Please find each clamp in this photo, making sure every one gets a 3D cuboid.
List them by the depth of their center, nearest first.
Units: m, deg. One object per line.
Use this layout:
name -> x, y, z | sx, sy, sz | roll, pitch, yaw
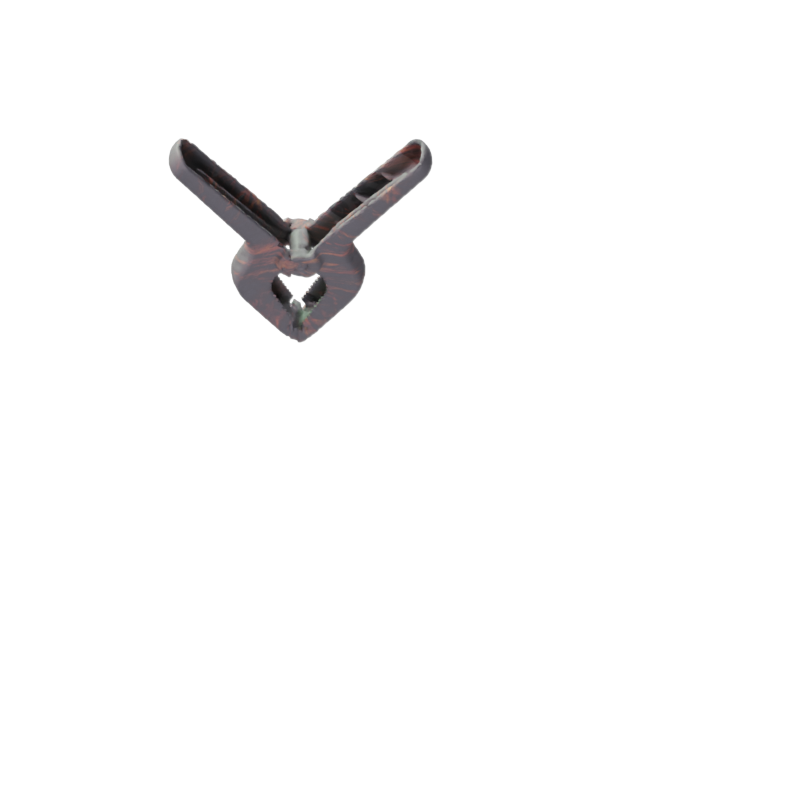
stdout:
clamp -> -0.060, -0.109, 0.763 | 0.165, 0.039, 0.195 | -2, -33, 3
